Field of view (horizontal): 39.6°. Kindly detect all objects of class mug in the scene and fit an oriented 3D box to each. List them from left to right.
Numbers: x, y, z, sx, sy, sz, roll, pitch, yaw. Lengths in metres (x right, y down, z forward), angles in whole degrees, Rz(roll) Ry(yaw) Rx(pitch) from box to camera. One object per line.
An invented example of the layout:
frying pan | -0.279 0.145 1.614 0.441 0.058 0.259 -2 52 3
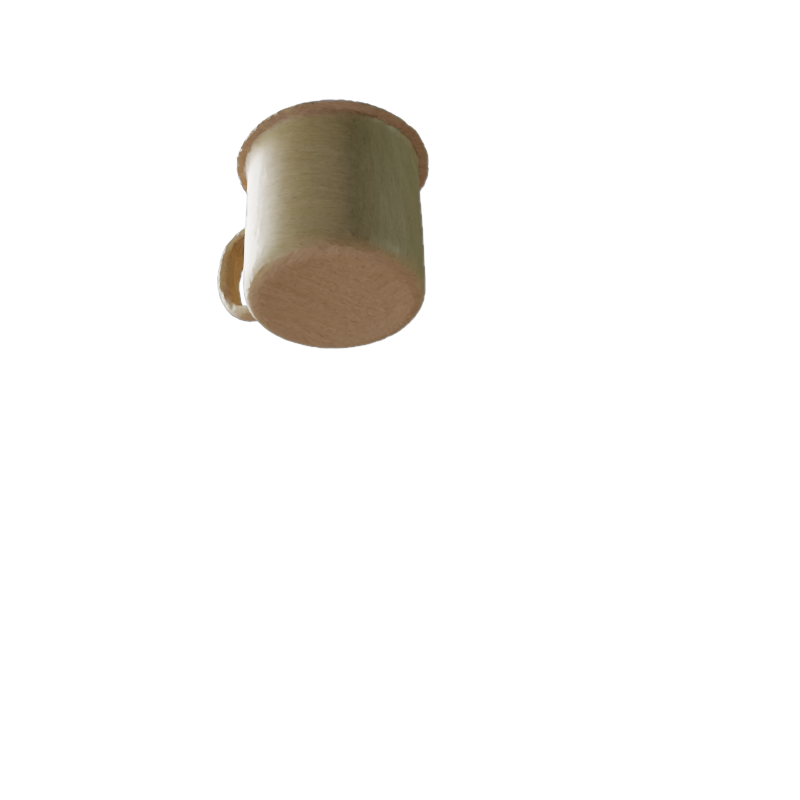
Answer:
mug | -0.041 -0.074 0.519 0.118 0.087 0.086 -22 -39 28
